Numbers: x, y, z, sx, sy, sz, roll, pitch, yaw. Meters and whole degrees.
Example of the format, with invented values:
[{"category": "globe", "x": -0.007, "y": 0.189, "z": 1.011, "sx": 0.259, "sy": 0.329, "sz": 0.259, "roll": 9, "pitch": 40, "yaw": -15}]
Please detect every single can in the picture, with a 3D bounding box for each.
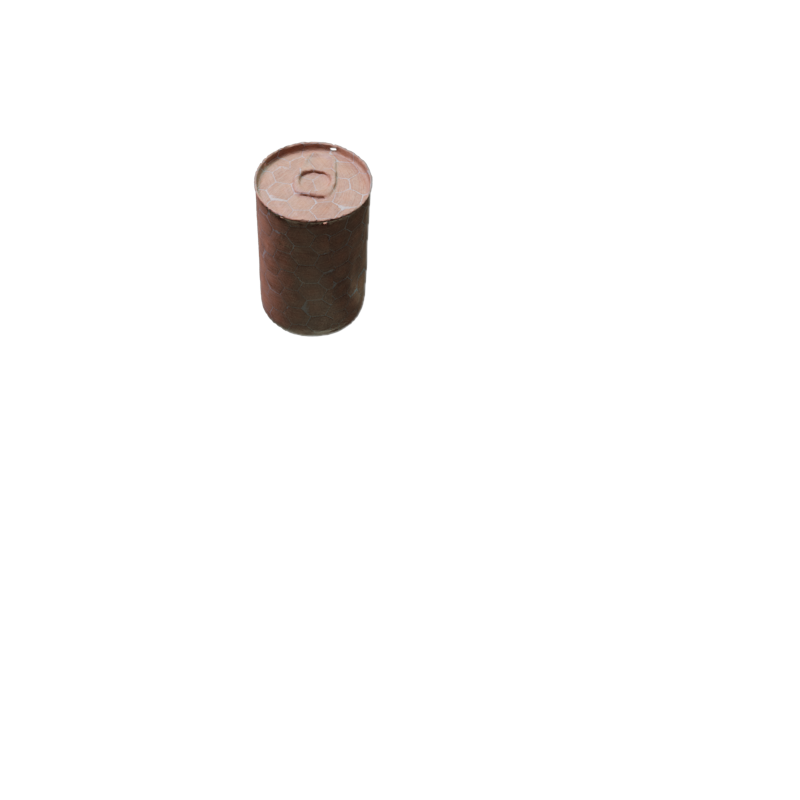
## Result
[{"category": "can", "x": -0.052, "y": -0.095, "z": 0.667, "sx": 0.068, "sy": 0.074, "sz": 0.095, "roll": 0, "pitch": -40, "yaw": -3}]
